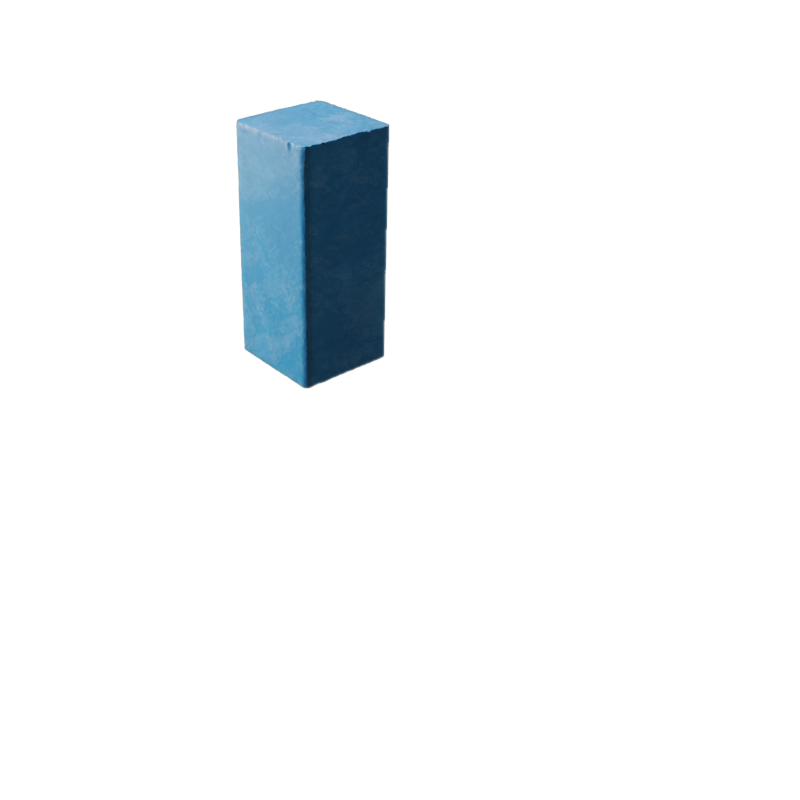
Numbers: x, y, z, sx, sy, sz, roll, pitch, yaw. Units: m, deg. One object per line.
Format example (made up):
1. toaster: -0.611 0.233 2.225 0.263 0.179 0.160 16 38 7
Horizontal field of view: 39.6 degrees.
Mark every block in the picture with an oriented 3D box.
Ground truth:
1. block: -0.072 -0.130 0.908 0.089 0.195 0.097 -20 34 -37
